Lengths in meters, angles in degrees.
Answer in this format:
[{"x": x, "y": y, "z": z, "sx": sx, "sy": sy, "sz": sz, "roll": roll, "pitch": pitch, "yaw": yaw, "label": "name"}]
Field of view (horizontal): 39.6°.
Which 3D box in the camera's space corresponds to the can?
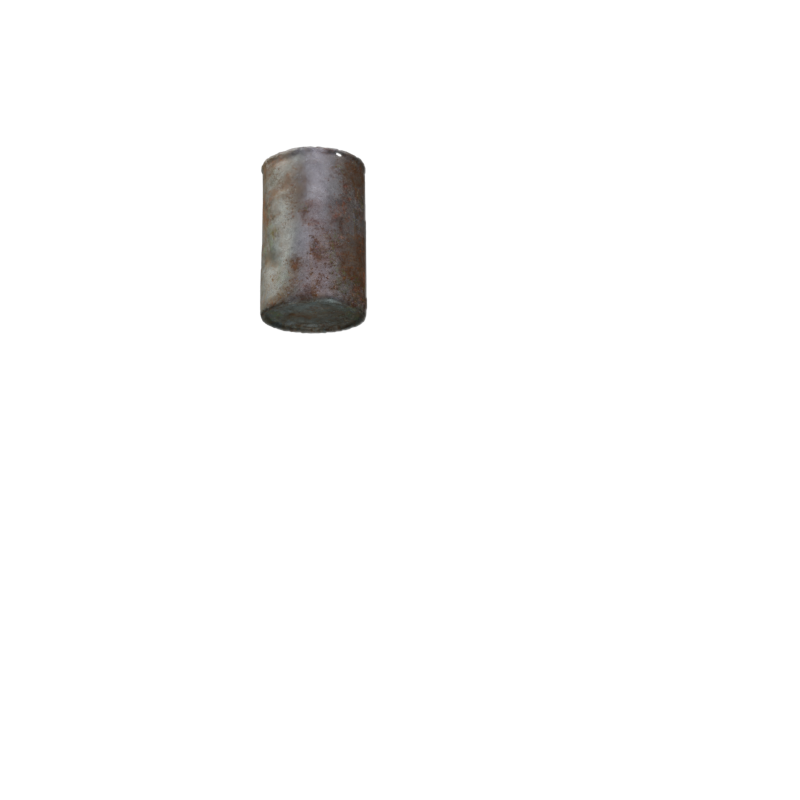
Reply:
[{"x": -0.055, "y": -0.100, "z": 0.701, "sx": 0.068, "sy": 0.107, "sz": 0.066, "roll": 0, "pitch": -19, "yaw": -2, "label": "can"}]
